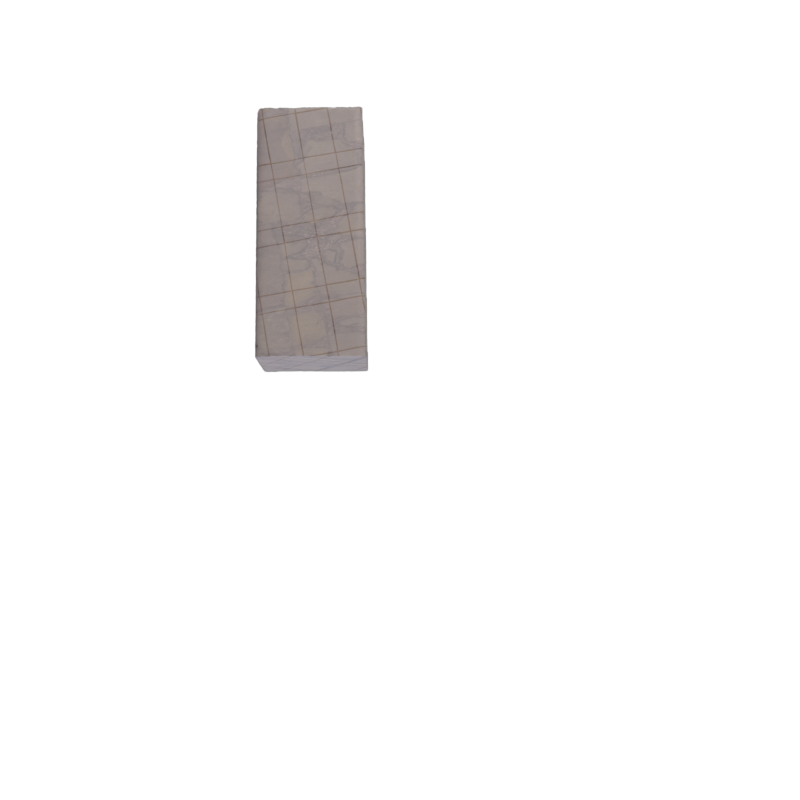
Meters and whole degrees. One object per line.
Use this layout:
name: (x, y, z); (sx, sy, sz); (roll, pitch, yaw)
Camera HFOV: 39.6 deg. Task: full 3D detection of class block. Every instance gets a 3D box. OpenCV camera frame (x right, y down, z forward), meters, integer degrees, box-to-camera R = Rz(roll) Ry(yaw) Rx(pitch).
block: (-0.073, -0.132, 0.926); (0.090, 0.213, 0.088); (-1, -13, 0)
